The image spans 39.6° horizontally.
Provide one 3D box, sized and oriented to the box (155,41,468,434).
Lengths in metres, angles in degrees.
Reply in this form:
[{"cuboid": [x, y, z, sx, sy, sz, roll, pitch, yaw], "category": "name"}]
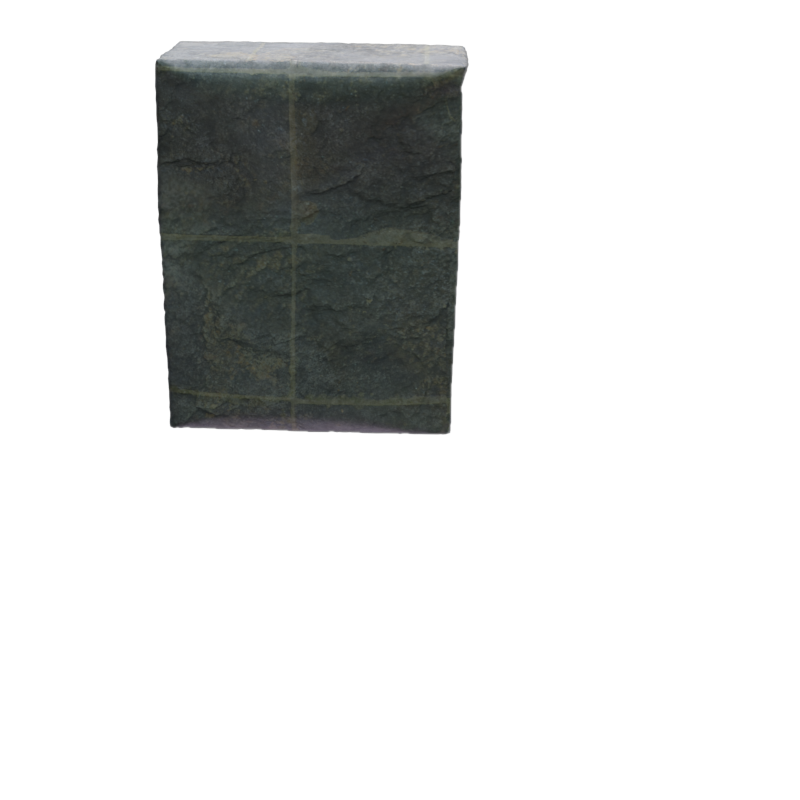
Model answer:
[{"cuboid": [-0.049, -0.089, 0.622, 0.165, 0.204, 0.075, 3, 20, 4], "category": "box"}]
